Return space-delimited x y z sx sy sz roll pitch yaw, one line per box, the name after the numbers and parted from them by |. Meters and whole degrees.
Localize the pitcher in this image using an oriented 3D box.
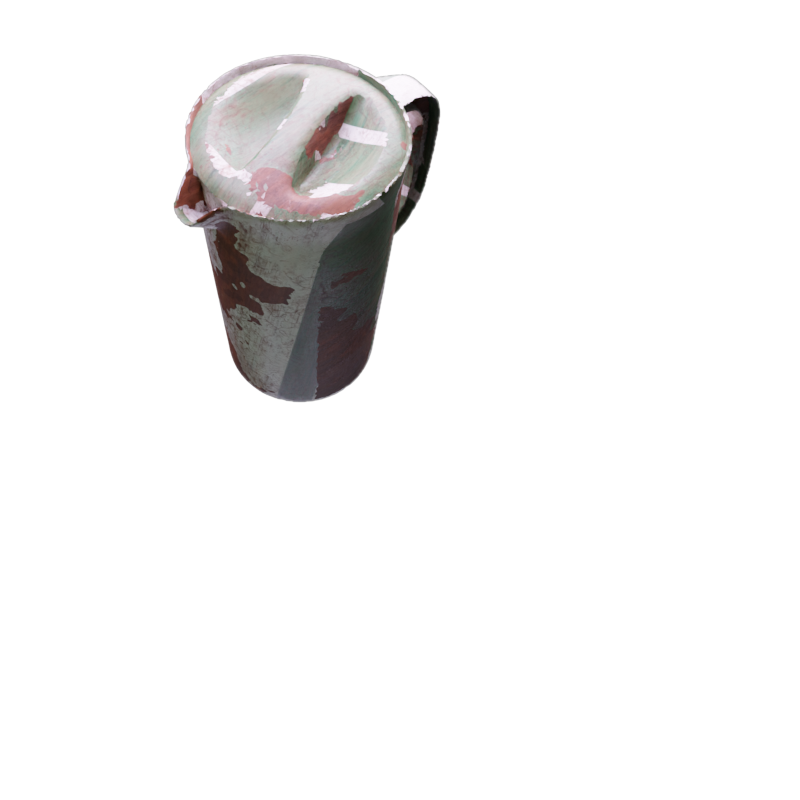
-0.058 -0.106 0.742 0.150 0.154 0.228 7 -32 1 | pitcher
